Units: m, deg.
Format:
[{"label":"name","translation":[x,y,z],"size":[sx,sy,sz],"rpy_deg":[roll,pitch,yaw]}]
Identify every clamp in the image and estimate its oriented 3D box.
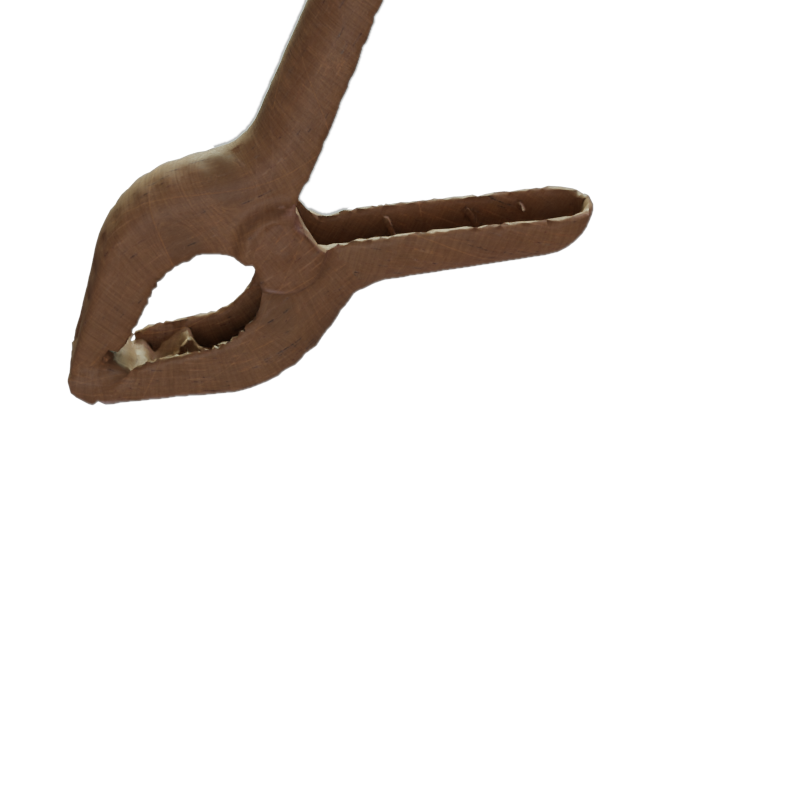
[{"label":"clamp","translation":[-0.027,-0.050,0.347],"size":[0.170,0.115,0.041],"rpy_deg":[-41,19,17]}]
